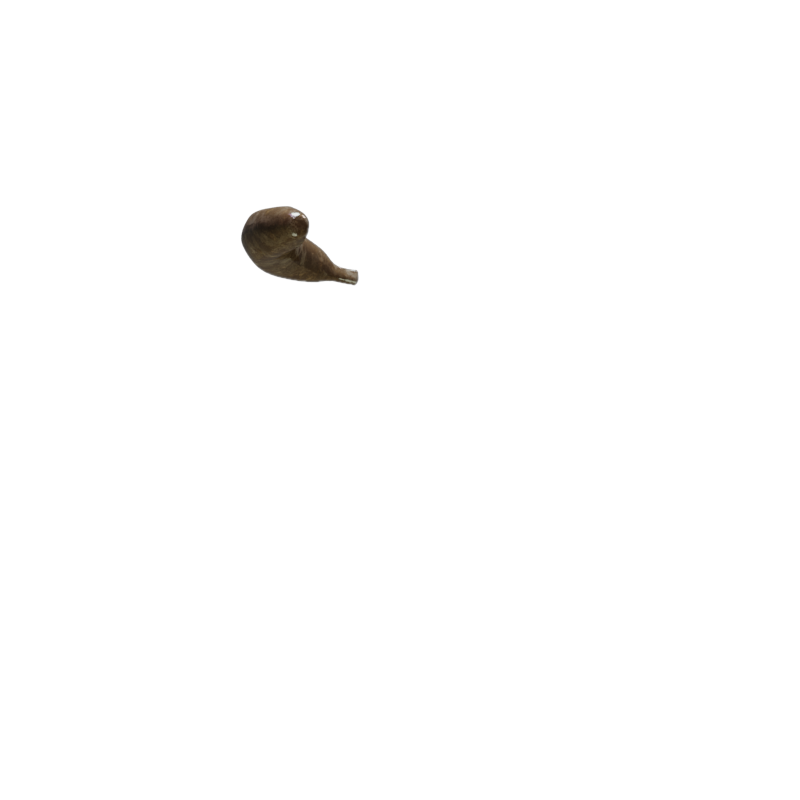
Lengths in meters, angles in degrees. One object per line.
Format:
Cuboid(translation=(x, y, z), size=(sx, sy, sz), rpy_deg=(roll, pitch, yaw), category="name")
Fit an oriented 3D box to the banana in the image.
Cuboid(translation=(-0.080, -0.113, 0.801), size=(0.070, 0.037, 0.192), rpy_deg=(-1, -3, 9), category="banana")
